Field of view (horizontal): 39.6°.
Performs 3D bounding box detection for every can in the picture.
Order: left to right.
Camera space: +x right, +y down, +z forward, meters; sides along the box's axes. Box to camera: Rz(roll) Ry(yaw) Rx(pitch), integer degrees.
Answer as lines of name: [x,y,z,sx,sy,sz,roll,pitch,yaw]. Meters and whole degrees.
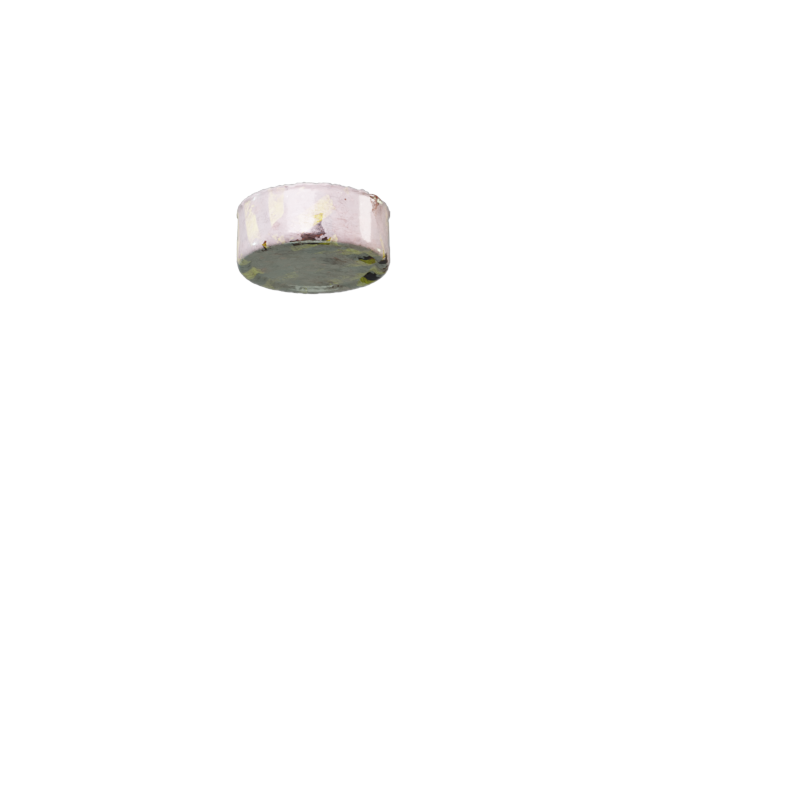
can: [-0.048,-0.088,0.613,0.086,0.035,0.082,0,-16,-2]
